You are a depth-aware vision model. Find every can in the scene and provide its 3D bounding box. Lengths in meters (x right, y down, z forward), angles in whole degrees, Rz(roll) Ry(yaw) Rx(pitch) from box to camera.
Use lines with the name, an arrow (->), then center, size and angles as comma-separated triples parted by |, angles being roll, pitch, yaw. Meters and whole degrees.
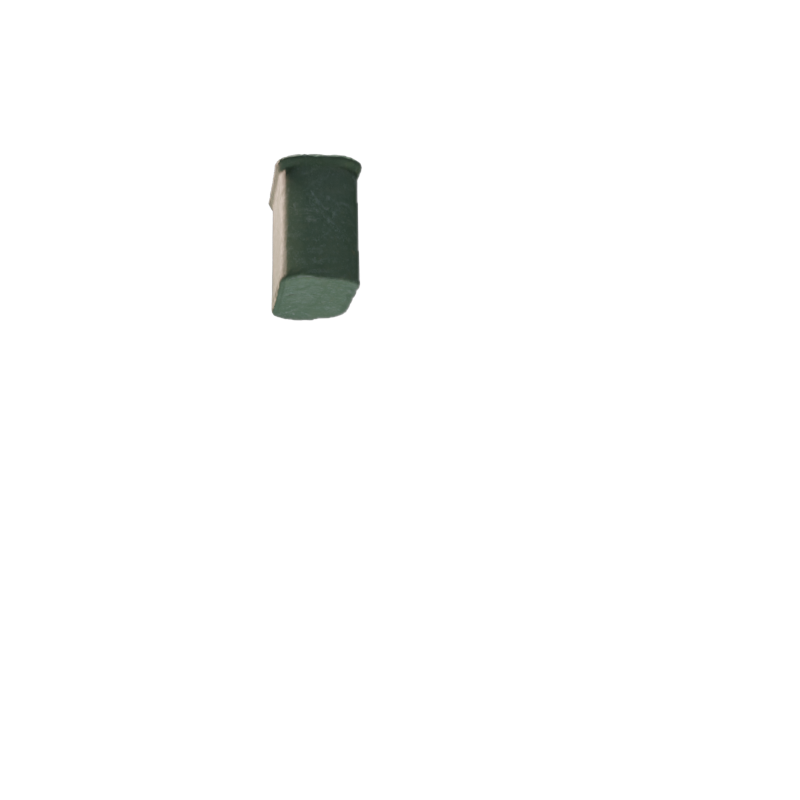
can -> -0.058, -0.106, 0.742 | 0.057, 0.087, 0.099 | 2, -15, -9
